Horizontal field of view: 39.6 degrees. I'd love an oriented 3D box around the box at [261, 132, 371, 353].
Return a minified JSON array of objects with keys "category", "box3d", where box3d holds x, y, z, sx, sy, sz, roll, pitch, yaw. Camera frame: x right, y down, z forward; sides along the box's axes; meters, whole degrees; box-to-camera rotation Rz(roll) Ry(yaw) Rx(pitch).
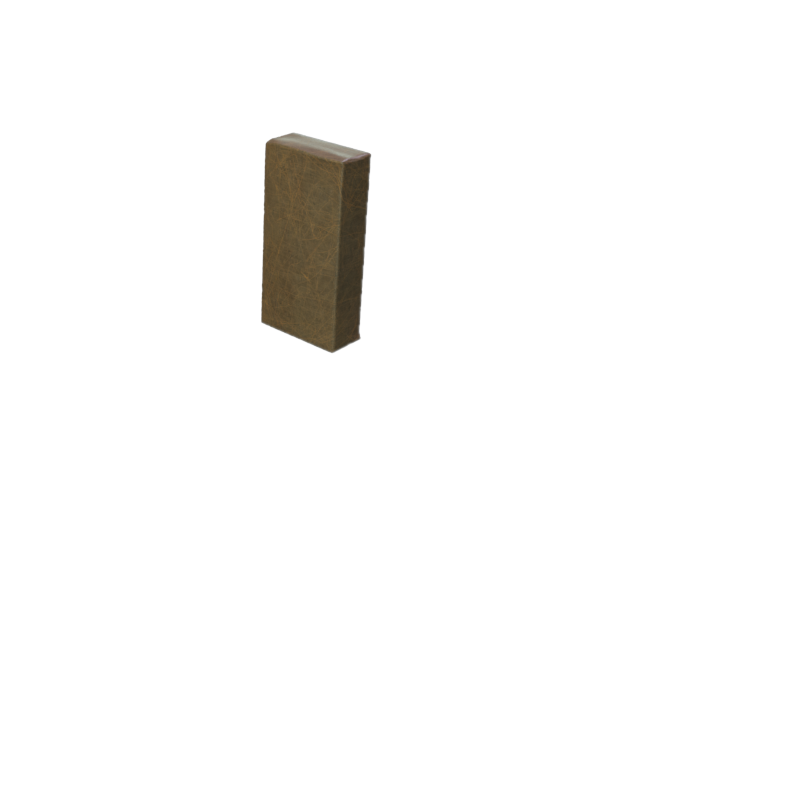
[{"category":"box","box3d":[-0.077,-0.140,0.978,0.099,0.168,0.048,21,30,36]}]
